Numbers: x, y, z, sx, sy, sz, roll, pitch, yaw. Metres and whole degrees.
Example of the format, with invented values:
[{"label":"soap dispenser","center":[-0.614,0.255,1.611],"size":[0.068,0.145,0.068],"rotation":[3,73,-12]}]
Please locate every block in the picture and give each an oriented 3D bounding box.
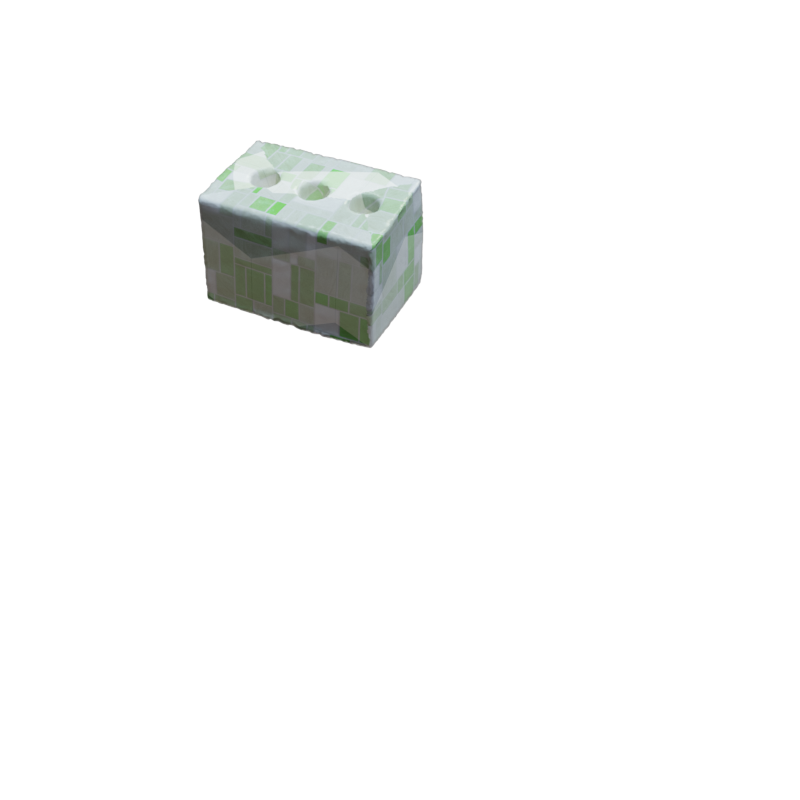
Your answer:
[{"label":"block","center":[-0.035,-0.065,0.452],"size":[0.081,0.048,0.054],"rotation":[17,41,18]}]
